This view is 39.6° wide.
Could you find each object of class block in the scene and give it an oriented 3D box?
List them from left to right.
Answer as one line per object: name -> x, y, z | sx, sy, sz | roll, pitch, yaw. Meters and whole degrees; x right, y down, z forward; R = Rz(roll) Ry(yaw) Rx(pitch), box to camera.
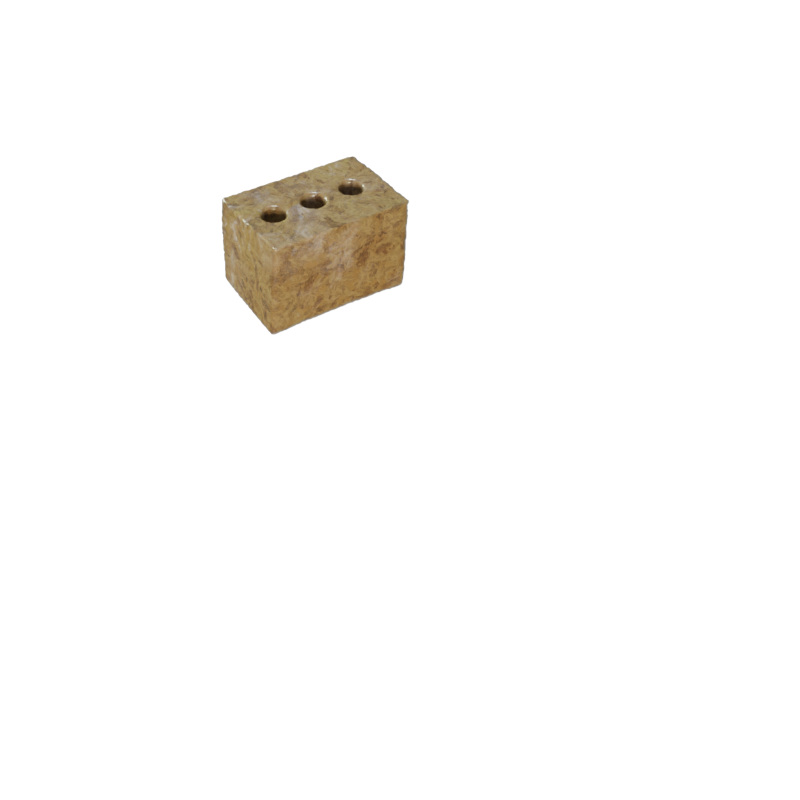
block -> -0.043, -0.078, 0.548 | 0.077, 0.048, 0.057 | -24, 47, -26
